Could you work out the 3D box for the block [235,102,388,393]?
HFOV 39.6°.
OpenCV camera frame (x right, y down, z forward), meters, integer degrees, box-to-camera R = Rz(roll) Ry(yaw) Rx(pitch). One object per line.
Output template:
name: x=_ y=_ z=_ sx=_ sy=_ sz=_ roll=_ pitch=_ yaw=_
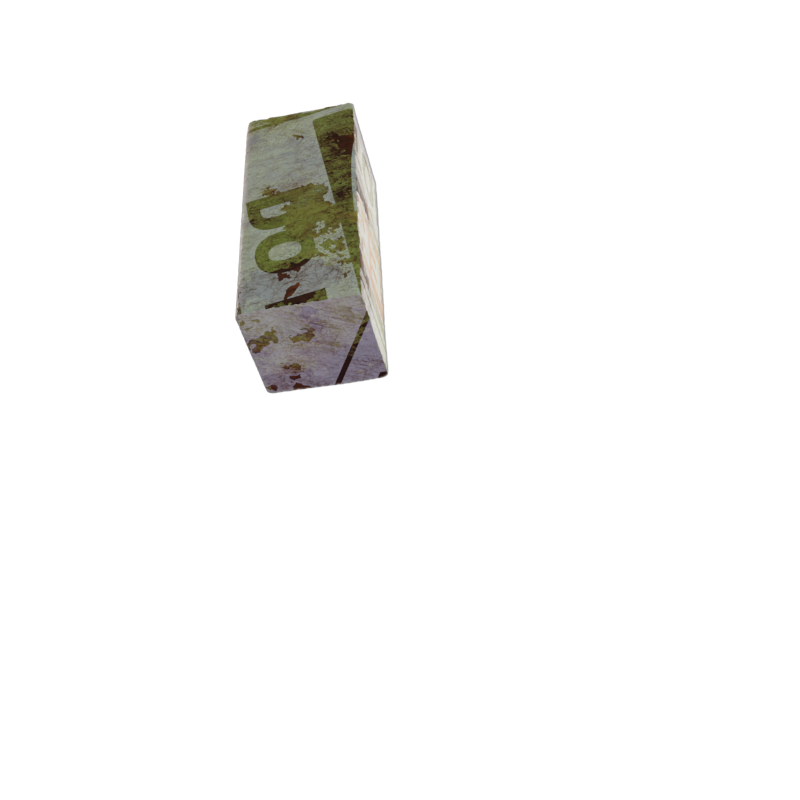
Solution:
block: x=-0.066 y=-0.118 z=0.830 sx=0.091 sy=0.221 sz=0.084 roll=-10 pitch=-42 yaw=7
